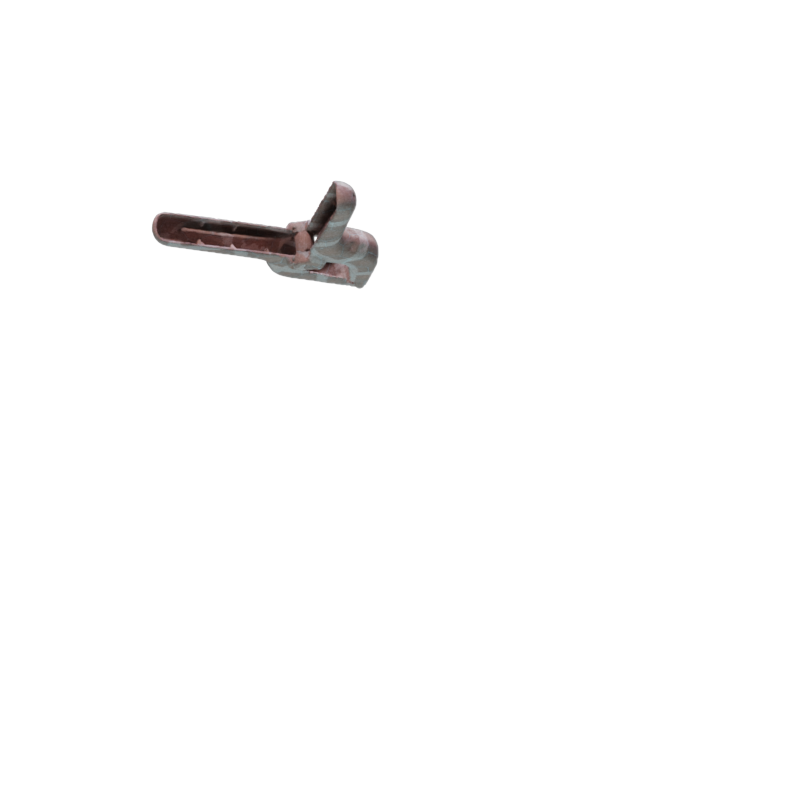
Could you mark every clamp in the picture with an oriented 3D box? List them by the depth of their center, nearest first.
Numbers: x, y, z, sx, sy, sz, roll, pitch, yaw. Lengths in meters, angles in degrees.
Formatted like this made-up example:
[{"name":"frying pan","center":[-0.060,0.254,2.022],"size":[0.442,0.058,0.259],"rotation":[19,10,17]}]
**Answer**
[{"name":"clamp","center":[-0.068,-0.125,0.874],"size":[0.169,0.037,0.198],"rotation":[-5,-10,31]}]
